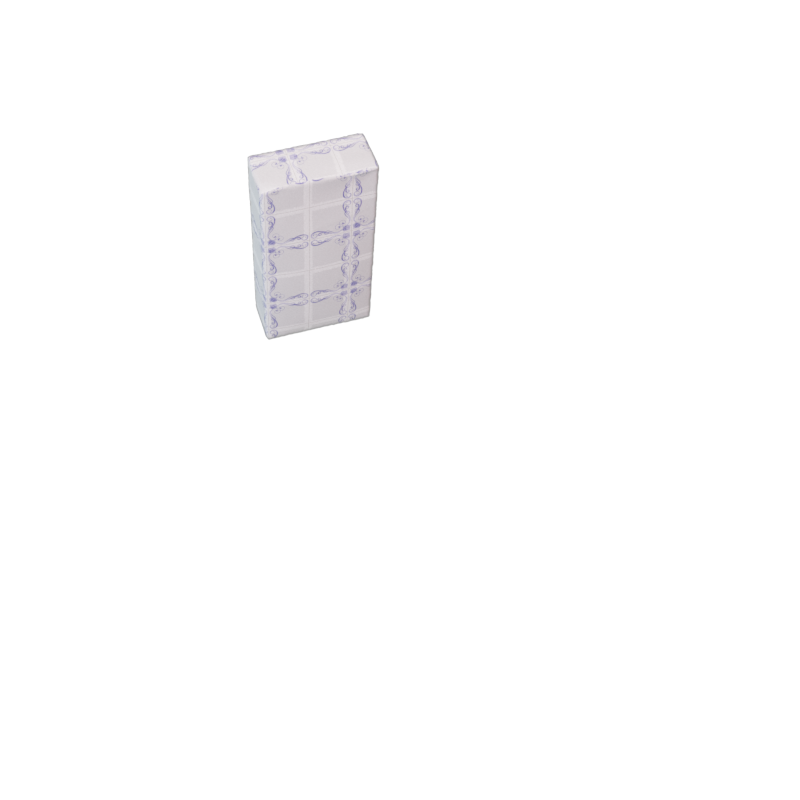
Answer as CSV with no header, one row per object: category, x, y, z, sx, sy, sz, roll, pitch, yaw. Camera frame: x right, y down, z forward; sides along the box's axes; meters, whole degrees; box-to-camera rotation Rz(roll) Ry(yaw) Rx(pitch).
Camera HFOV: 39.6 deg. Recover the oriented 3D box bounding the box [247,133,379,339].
box,-0.068,-0.124,0.871,0.092,0.052,0.165,-13,-33,-12
